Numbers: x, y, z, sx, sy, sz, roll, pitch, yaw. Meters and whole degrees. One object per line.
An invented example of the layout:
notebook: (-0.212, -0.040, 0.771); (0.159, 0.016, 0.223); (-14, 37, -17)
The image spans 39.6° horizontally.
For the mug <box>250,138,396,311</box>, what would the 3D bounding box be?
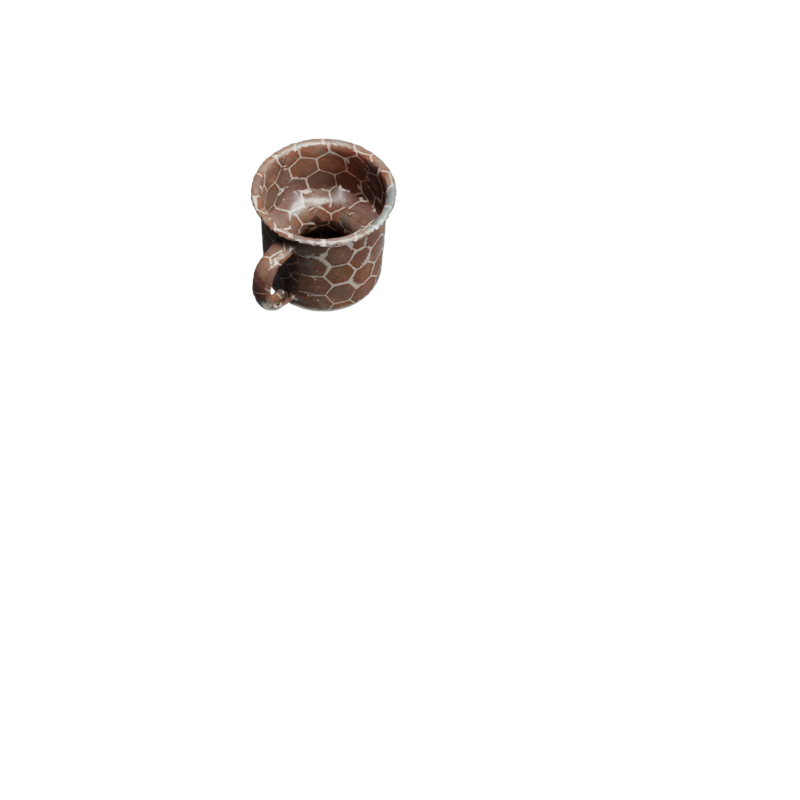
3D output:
mug: (-0.057, -0.104, 0.731); (0.097, 0.120, 0.076); (26, -33, 17)
